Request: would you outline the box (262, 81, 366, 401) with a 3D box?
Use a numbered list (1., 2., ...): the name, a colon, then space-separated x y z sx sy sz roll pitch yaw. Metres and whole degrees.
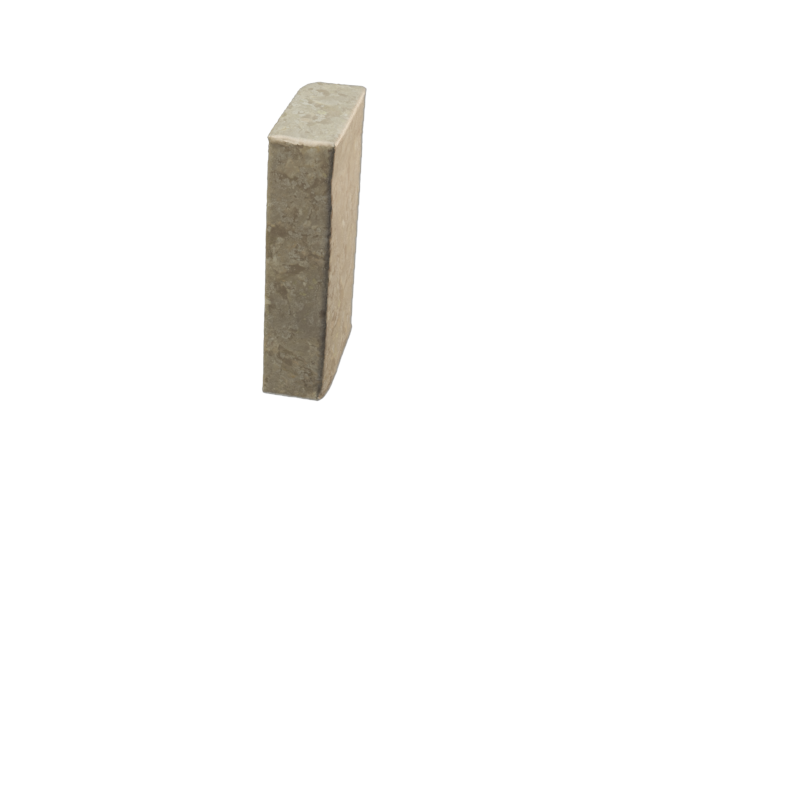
1. box: -0.053 -0.097 0.680 0.049 0.166 0.098 7 31 7
